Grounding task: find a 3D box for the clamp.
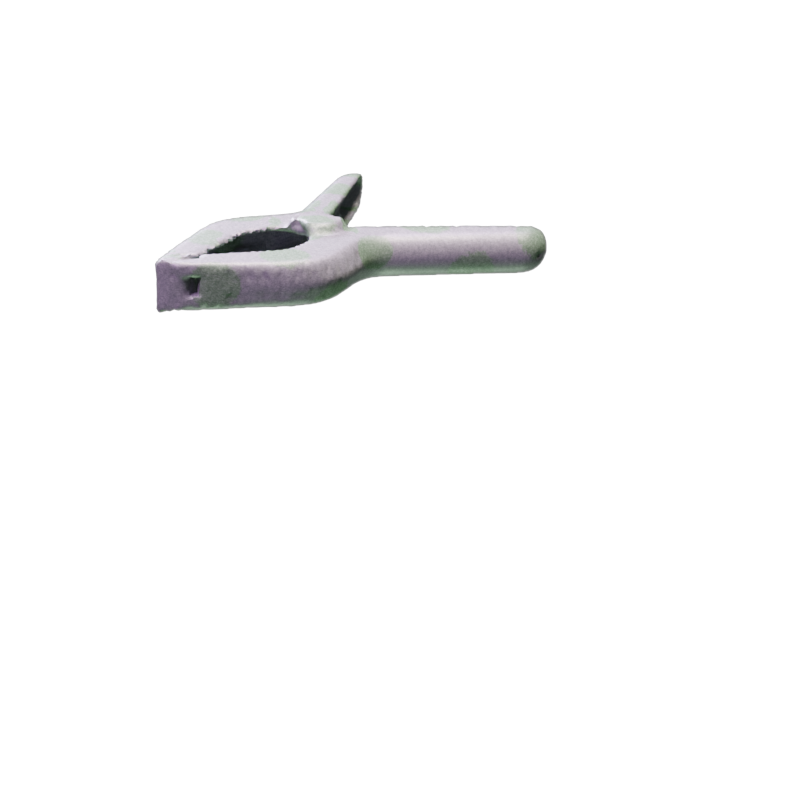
[{"bbox_3d":[-0.048,-0.088,0.619,0.206,0.035,0.176,-16,29,-31],"label":"clamp"}]
